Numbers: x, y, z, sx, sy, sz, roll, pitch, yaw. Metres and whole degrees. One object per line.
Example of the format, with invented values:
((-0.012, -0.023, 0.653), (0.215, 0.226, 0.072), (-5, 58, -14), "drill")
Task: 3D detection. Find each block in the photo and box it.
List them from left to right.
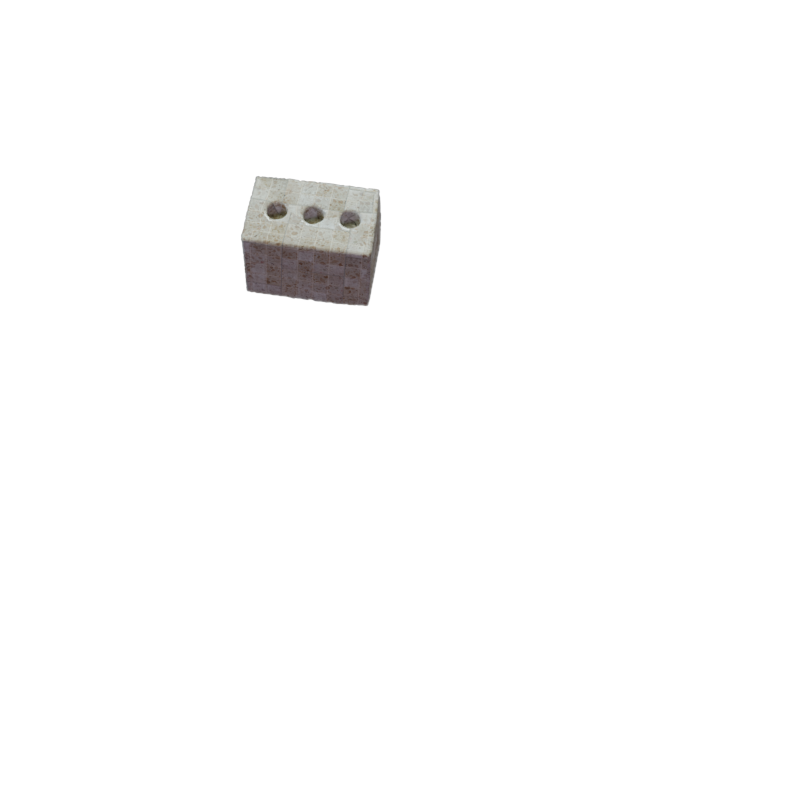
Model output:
((-0.052, -0.095, 0.667), (0.078, 0.056, 0.048), (7, -36, 4), "block")
